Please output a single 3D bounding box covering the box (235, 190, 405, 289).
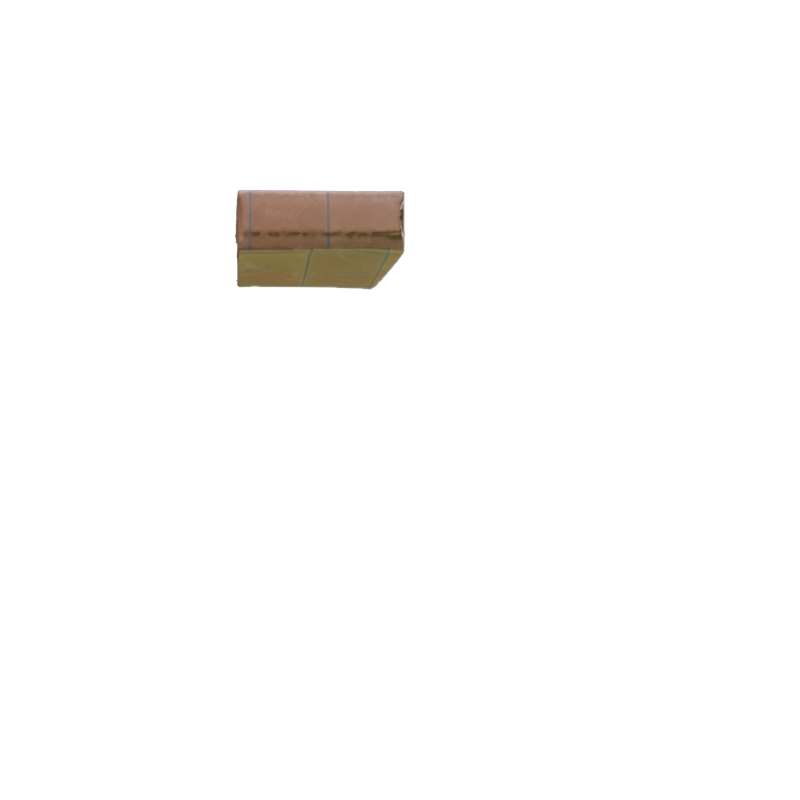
[{"bbox_3d":[-0.050,-0.091,0.635,0.089,0.040,0.112,1,-7,-8],"label":"box"}]
